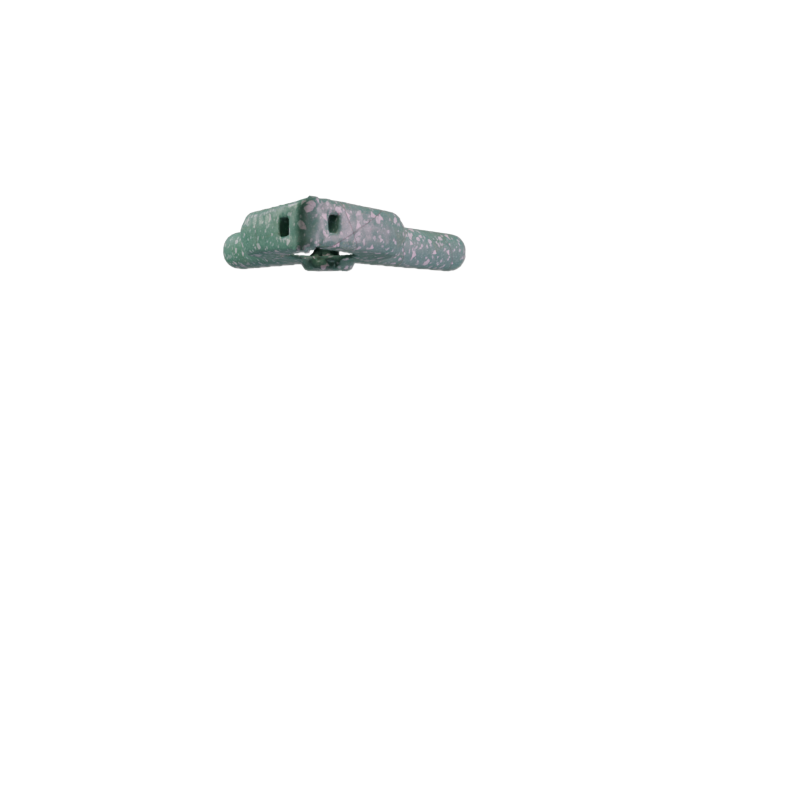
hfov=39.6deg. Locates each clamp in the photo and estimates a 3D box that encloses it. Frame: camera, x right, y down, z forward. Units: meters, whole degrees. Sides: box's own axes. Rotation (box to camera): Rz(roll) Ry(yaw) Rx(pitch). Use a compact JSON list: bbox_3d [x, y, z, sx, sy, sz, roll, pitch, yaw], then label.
[{"bbox_3d":[-0.053,-0.096,0.675,0.167,0.036,0.206,1,3,11],"label":"clamp"}]
